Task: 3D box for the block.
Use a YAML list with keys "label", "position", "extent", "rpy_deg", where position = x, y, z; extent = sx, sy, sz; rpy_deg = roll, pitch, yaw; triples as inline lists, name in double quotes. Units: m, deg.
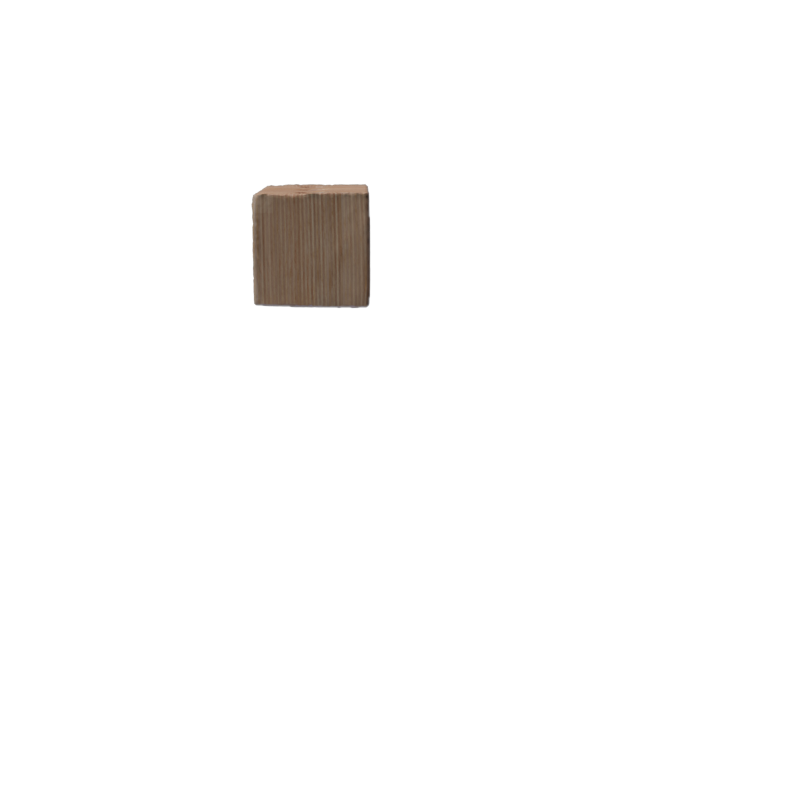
- label: "block"
  position: [-0.041, -0.075, 0.523]
  extent: [0.053, 0.050, 0.080]
  rpy_deg: [0, 11, -2]
